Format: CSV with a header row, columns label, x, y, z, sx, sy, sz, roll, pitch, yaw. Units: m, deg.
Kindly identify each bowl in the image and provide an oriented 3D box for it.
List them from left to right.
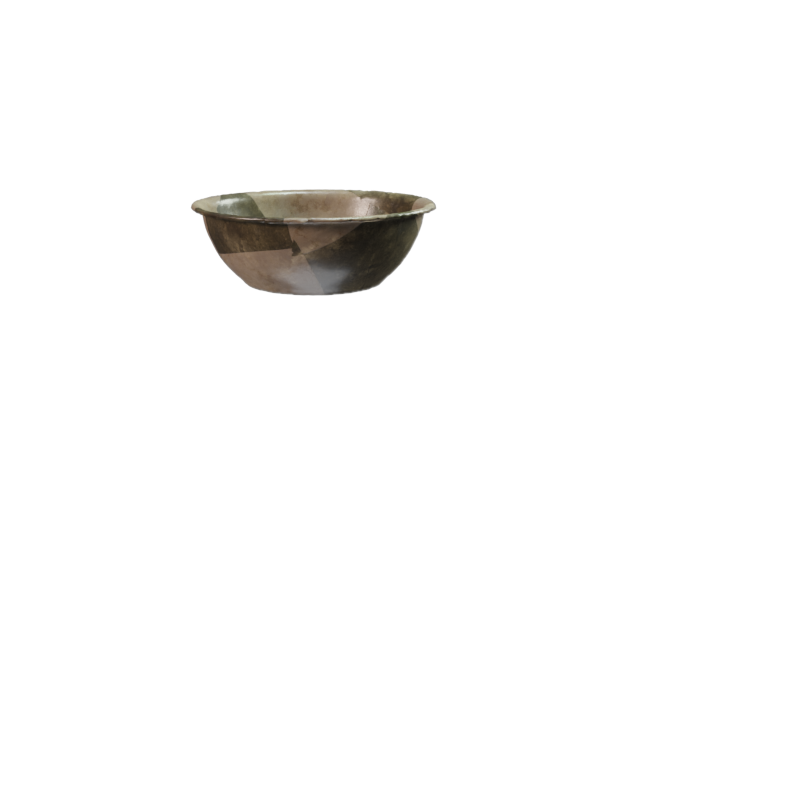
label,x,y,z,sx,sy,sz,roll,pitch,yaw
bowl,-0.058,-0.105,0.738,0.162,0.053,0.167,-1,16,-2
